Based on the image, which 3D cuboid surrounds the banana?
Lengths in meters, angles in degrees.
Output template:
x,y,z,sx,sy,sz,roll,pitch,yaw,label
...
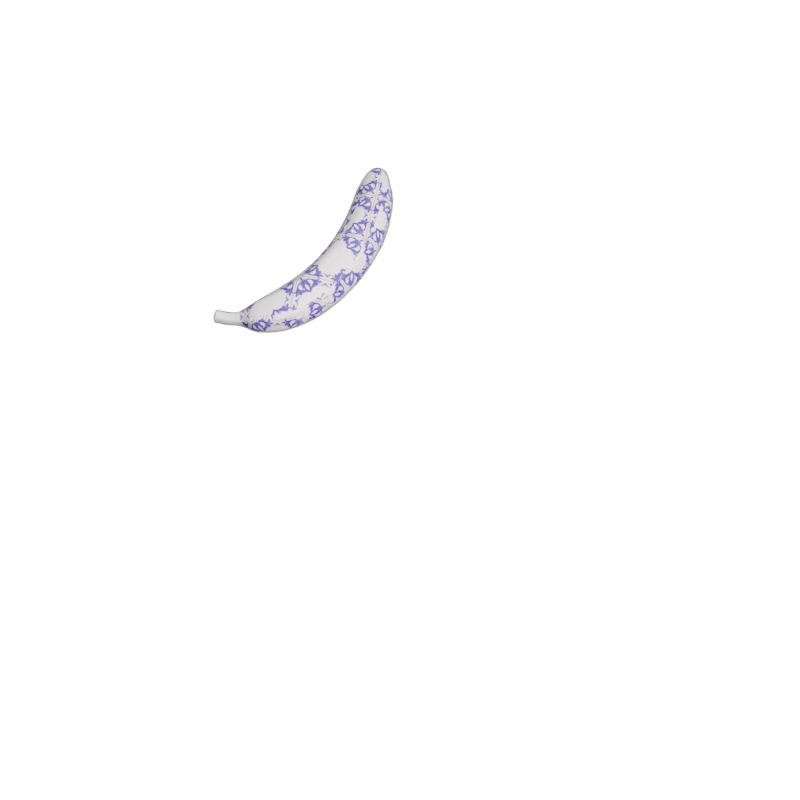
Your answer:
x,y,z,sx,sy,sz,roll,pitch,yaw,label
-0.060,-0.115,0.897,0.073,0.200,0.034,38,-23,18,banana
